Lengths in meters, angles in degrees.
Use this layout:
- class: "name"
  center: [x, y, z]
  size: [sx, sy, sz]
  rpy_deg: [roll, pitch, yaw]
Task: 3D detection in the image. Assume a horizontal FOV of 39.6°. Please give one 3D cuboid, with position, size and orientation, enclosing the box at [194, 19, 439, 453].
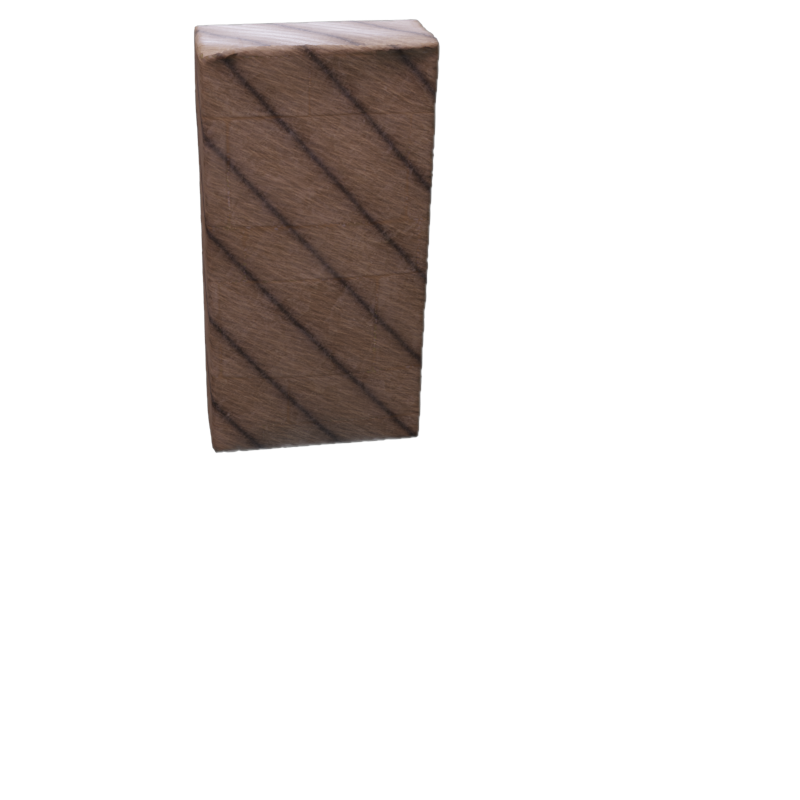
- class: "box"
  center: [-0.036, -0.065, 0.458]
  size: [0.092, 0.166, 0.051]
  rpy_deg: [-4, 29, -10]
